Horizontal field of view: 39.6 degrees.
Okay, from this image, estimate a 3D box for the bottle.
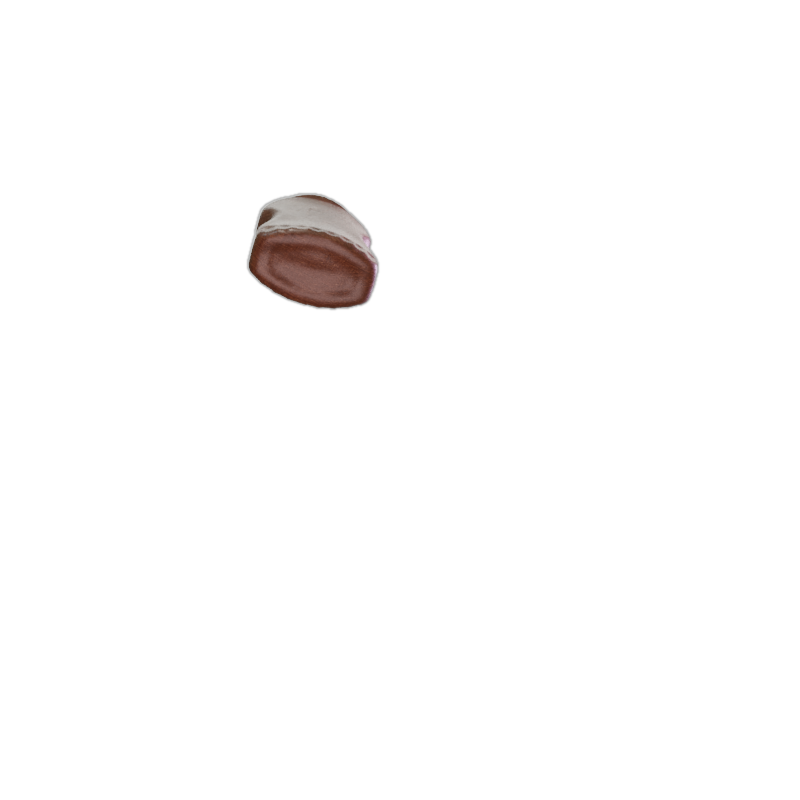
[{"bbox_3d":[-0.071,-0.130,0.907,0.095,0.057,0.200,12,18,-8],"label":"bottle"}]
